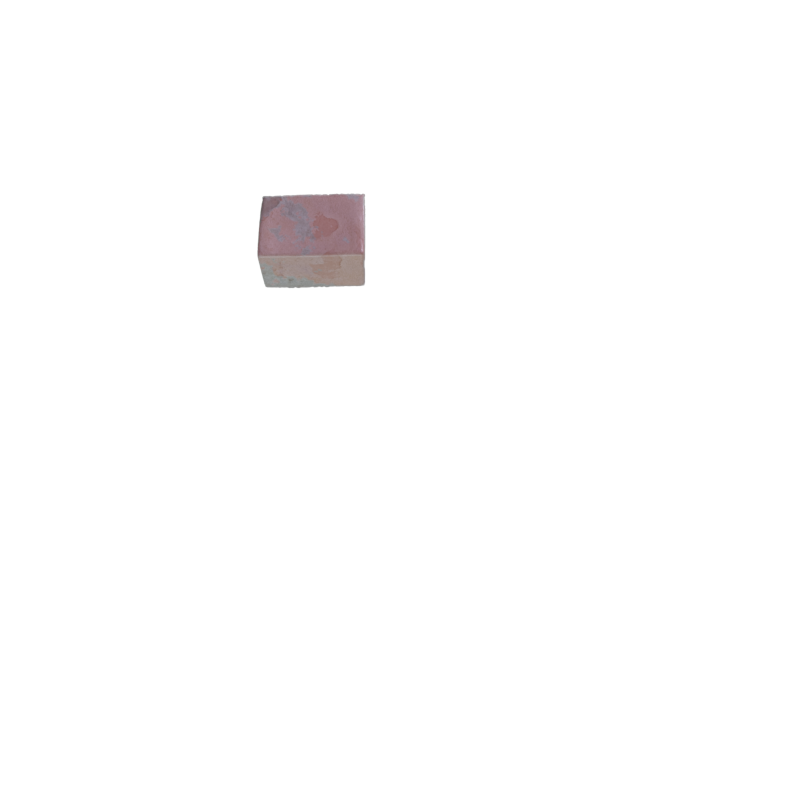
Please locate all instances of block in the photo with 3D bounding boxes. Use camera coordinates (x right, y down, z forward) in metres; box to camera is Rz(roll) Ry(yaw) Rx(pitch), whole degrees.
[{"bbox_3d":[-0.064,-0.117,0.820,0.078,0.054,0.050,-1,-25,1],"label":"block"}]
